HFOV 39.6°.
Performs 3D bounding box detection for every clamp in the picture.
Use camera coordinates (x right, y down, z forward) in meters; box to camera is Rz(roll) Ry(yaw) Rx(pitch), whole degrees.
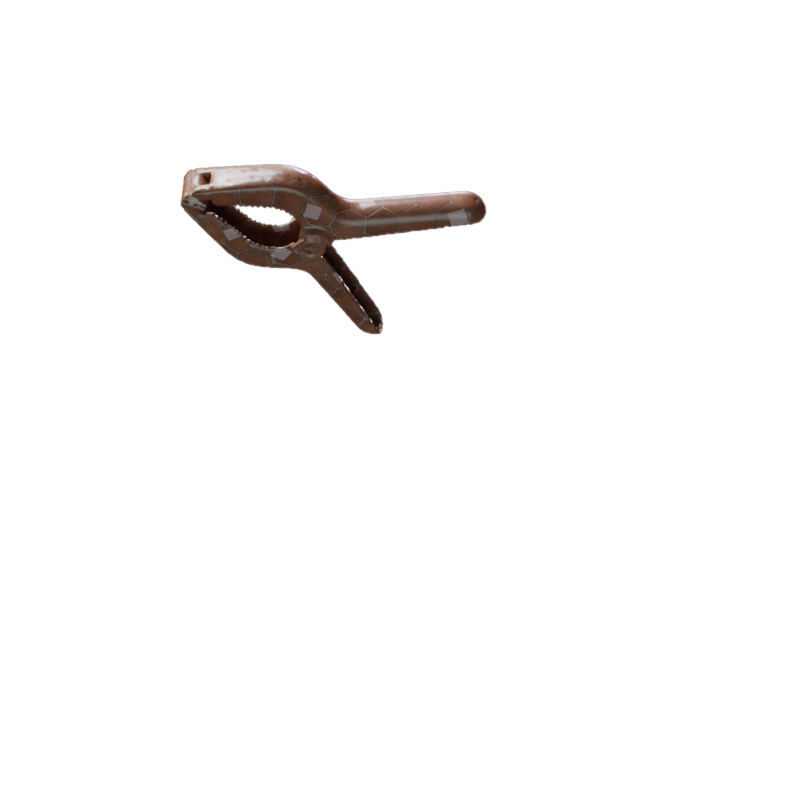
[{"bbox_3d":[-0.064,-0.117,0.819,0.204,0.039,0.158,13,-40,-16],"label":"clamp"}]
